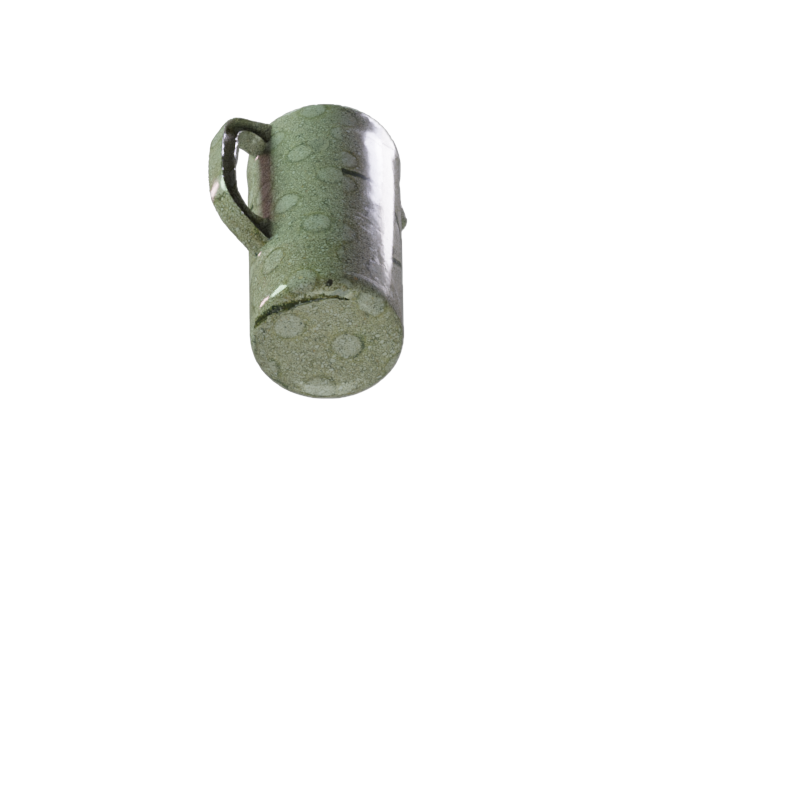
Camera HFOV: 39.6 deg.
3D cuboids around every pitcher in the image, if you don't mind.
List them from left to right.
[{"bbox_3d":[-0.067,-0.123,0.860,0.150,0.135,0.260,-8,39,3],"label":"pitcher"}]
